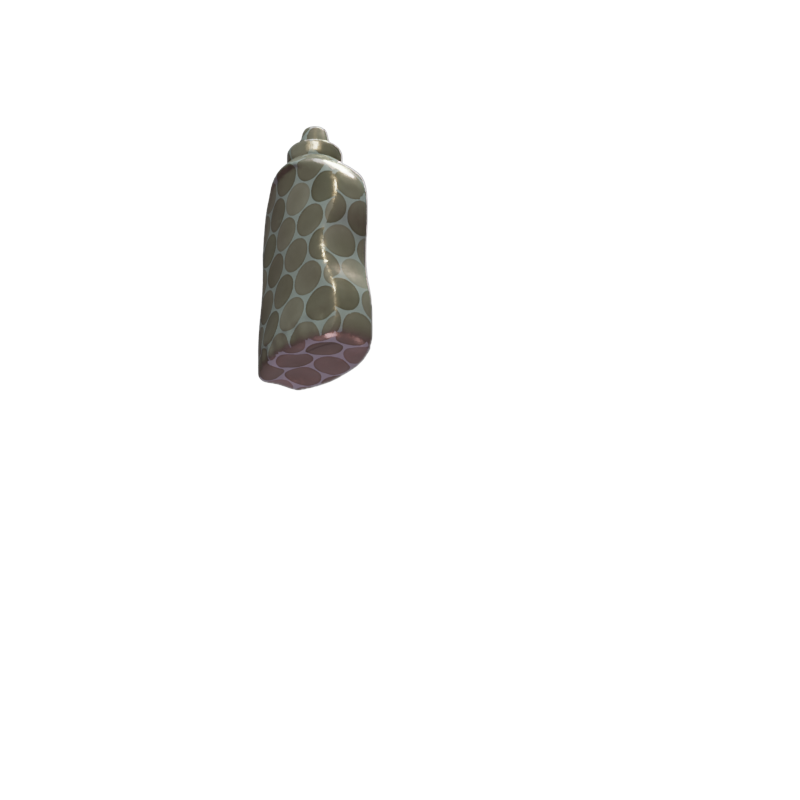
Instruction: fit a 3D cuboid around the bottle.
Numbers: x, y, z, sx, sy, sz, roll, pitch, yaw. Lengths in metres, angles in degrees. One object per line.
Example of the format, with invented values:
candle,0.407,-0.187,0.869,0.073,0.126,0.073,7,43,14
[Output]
bottle,-0.060,-0.111,0.776,0.056,0.204,0.095,17,-34,-31
